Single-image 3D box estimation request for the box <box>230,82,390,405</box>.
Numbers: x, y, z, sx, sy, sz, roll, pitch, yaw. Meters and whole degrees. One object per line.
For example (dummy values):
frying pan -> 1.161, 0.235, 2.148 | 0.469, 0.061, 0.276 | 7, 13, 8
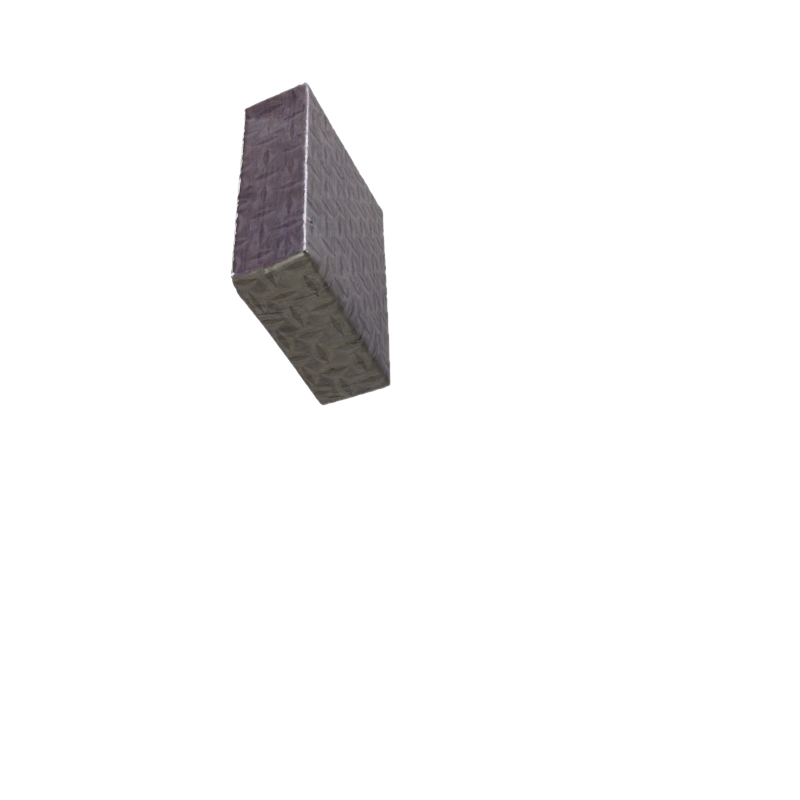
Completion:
box -> -0.072, -0.131, 0.918 | 0.072, 0.230, 0.151 | -19, -46, 16
